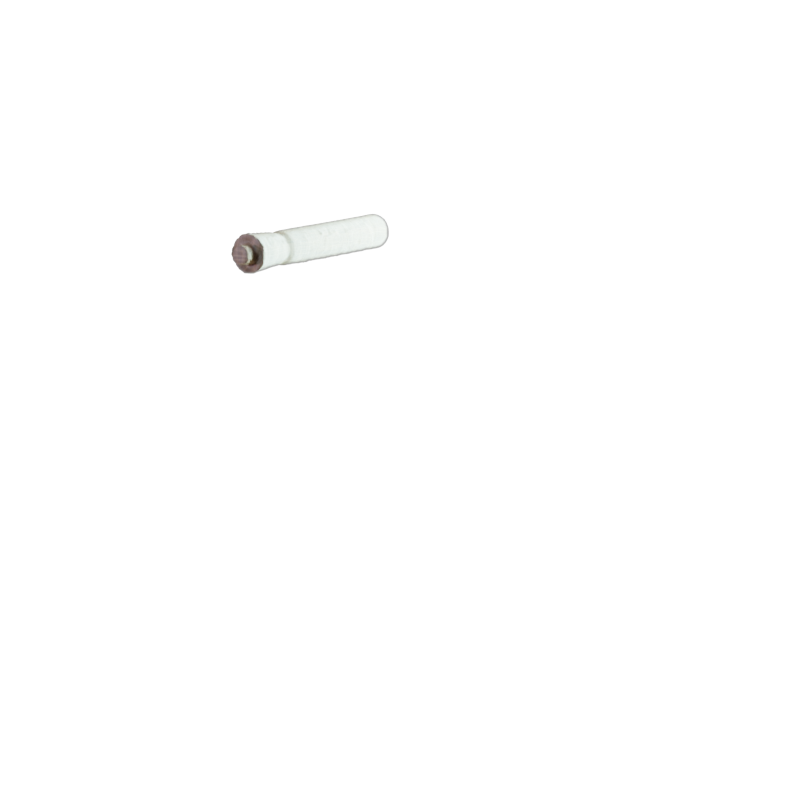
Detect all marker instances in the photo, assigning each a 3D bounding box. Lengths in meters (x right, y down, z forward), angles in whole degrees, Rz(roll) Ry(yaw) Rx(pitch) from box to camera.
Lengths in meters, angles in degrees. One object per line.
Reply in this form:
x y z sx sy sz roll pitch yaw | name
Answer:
-0.043 -0.079 0.555 0.020 0.019 0.119 2 14 30 | marker
